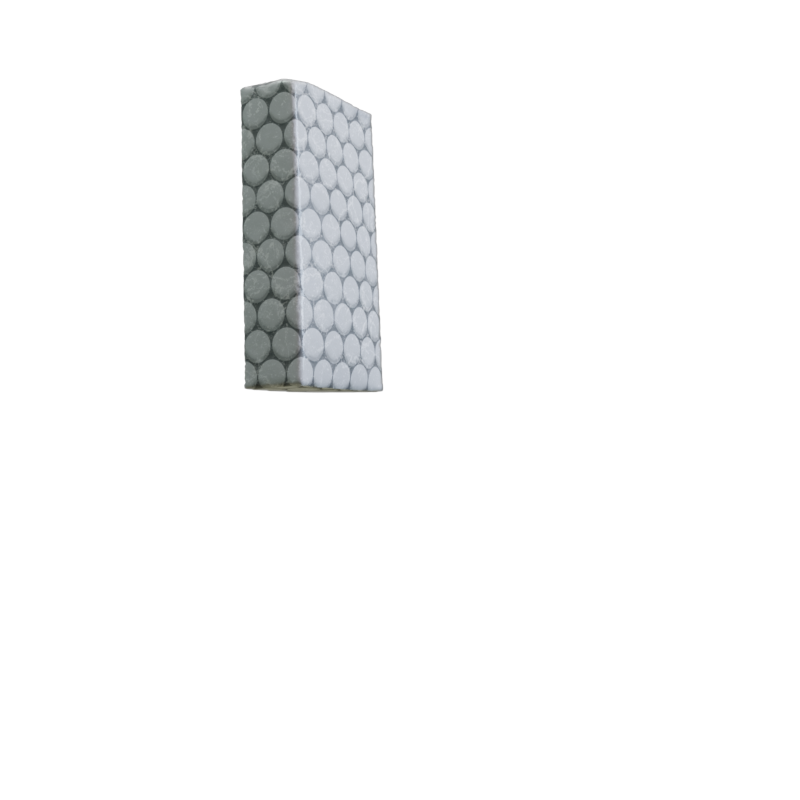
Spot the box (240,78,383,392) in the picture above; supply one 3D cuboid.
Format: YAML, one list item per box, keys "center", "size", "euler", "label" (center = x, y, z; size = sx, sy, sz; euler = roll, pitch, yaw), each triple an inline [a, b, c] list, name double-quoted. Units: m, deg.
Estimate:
- center: [-0.051, -0.094, 0.656]
  size: [0.049, 0.180, 0.089]
  euler: [-6, -9, 30]
  label: "box"
